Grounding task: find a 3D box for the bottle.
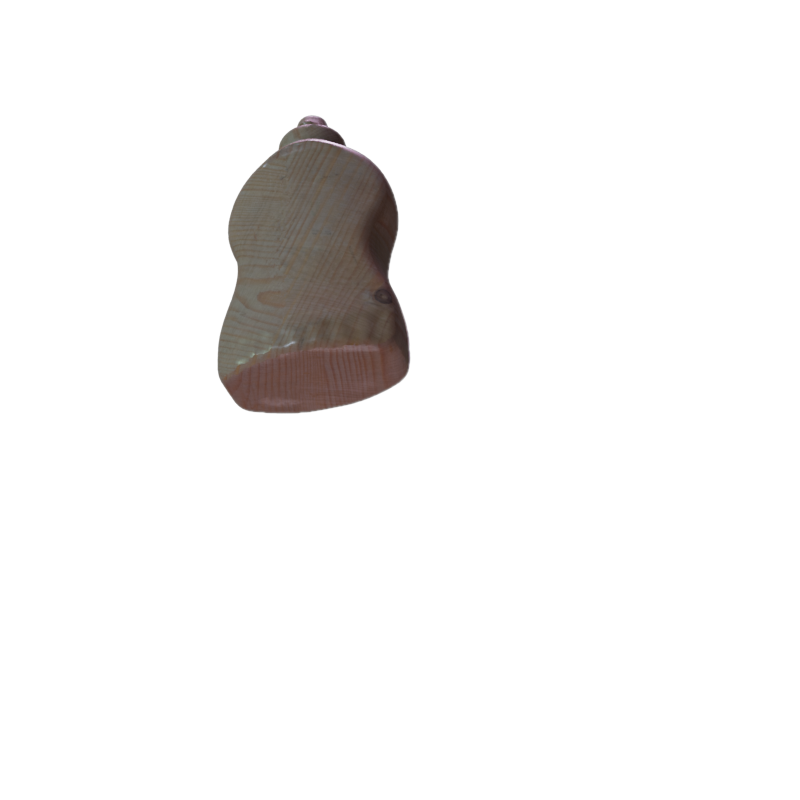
[{"bbox_3d":[-0.048,-0.088,0.617,0.097,0.206,0.054,-14,-40,13],"label":"bottle"}]
